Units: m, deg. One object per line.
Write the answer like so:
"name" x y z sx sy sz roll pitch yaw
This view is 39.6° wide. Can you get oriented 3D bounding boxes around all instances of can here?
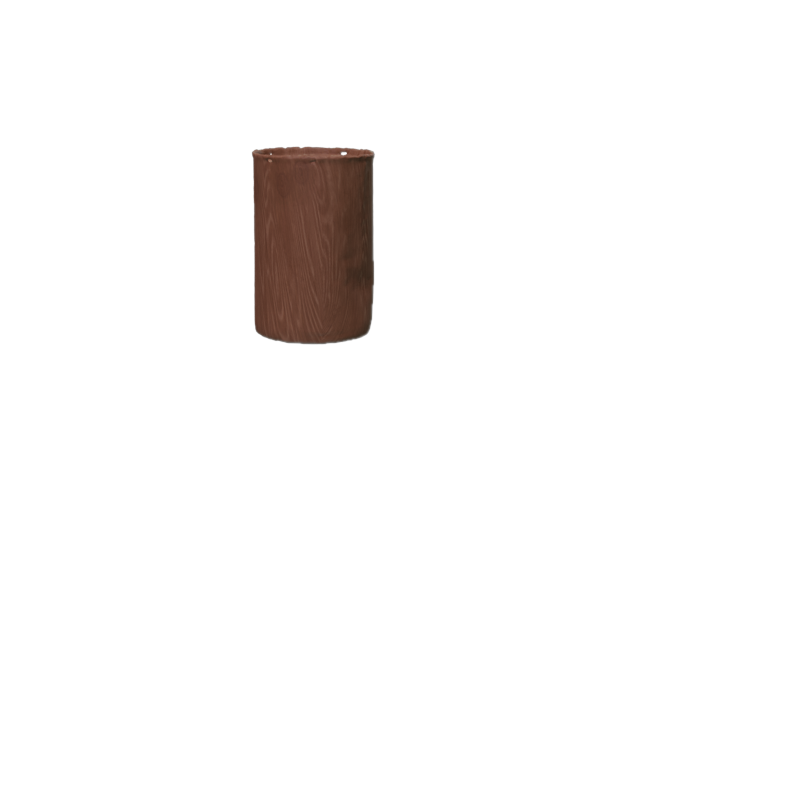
"can" -0.049 -0.089 0.621 0.068 0.100 0.071 0 12 -2
